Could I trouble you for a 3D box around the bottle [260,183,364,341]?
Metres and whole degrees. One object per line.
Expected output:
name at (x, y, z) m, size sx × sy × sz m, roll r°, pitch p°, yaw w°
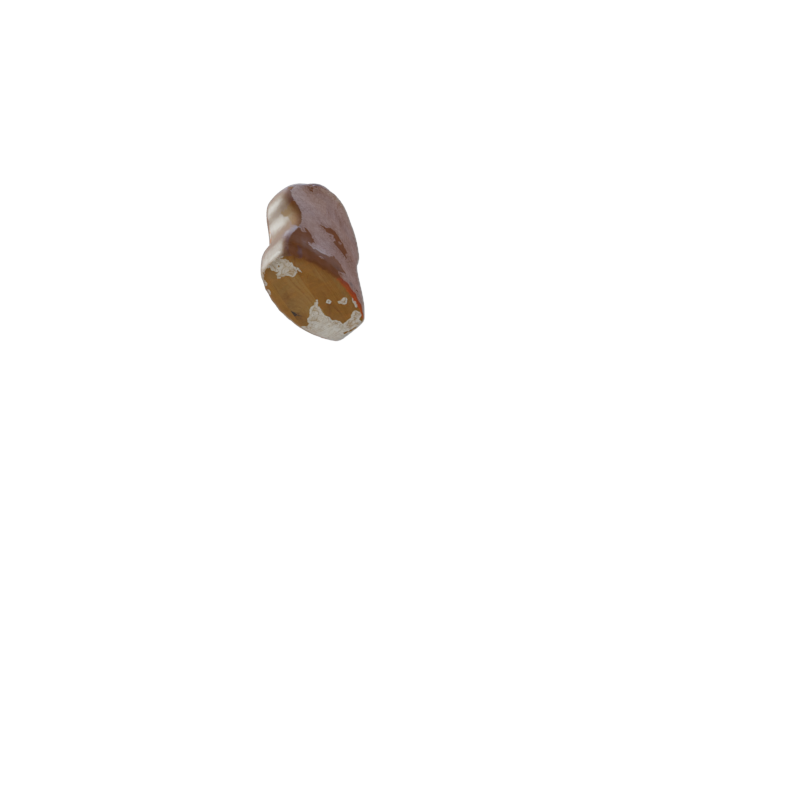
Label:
bottle at (-0.077, -0.139, 0.977) m, size 0.091 × 0.058 × 0.205 m, roll 37°, pitch 26°, yaw -26°
